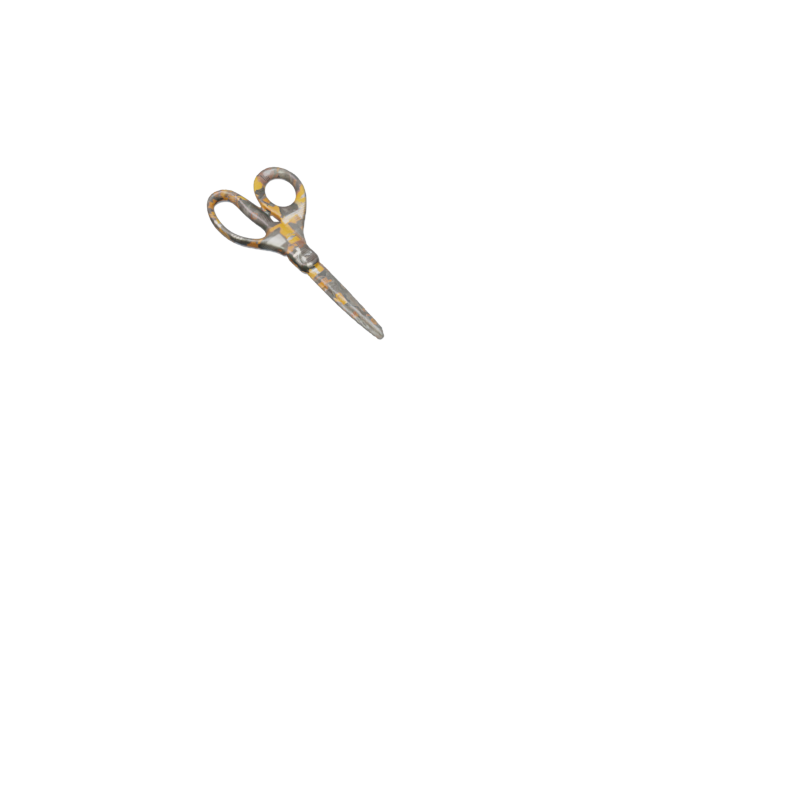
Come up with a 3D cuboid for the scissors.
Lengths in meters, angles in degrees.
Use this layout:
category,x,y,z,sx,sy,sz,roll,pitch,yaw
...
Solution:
category,x,y,z,sx,sy,sz,roll,pitch,yaw
scissors,-0.075,-0.137,0.957,0.210,0.098,0.015,31,-27,17
